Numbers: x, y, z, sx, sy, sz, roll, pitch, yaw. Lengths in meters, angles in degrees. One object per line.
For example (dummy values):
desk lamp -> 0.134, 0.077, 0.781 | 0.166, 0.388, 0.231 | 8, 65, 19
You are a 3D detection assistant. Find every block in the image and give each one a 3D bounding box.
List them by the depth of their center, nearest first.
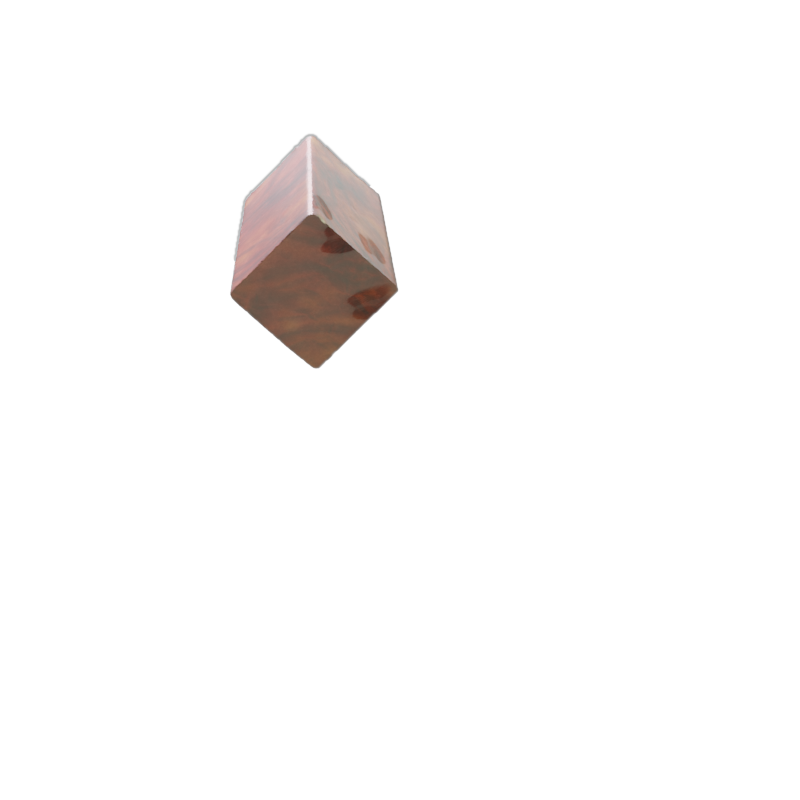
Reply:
block -> -0.070, -0.127, 0.887 | 0.086, 0.090, 0.218 | 40, 18, -21
